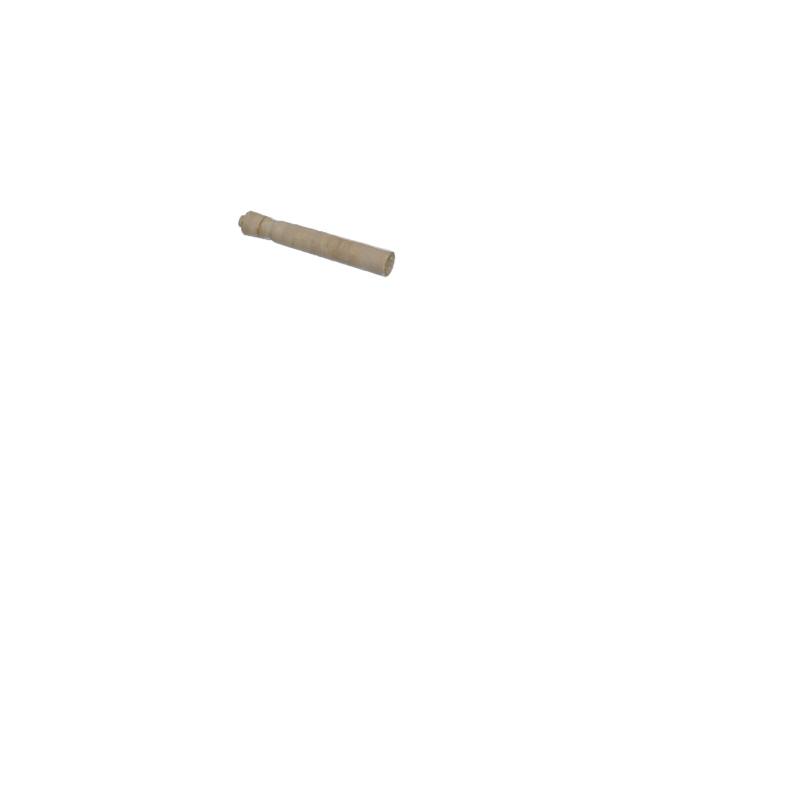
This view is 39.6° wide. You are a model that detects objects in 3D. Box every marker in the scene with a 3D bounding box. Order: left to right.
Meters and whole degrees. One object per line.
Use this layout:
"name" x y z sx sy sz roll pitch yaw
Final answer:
"marker" -0.062 -0.113 0.792 0.126 0.019 0.019 19 11 23
